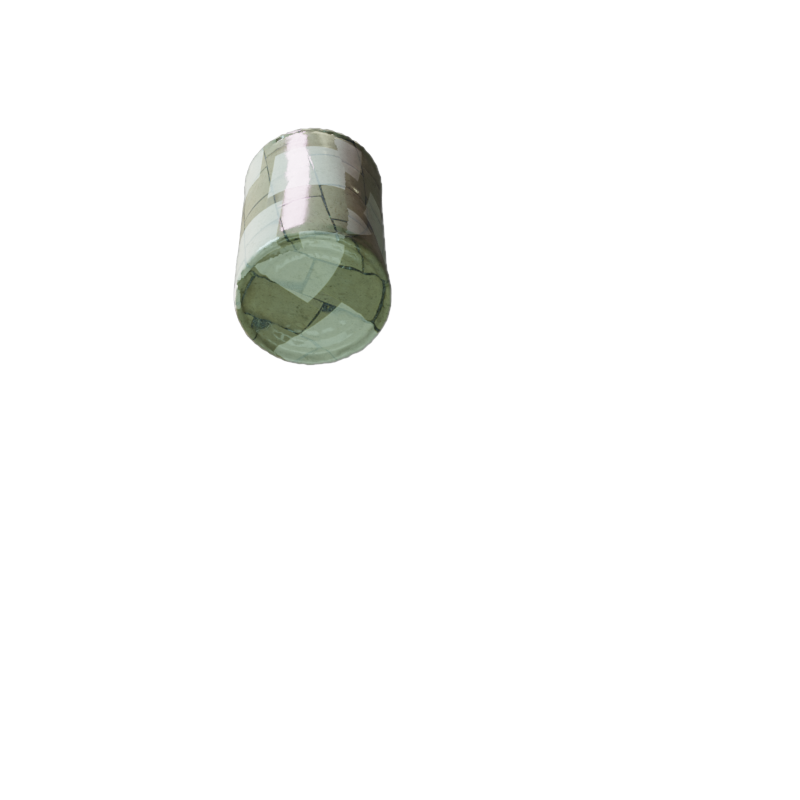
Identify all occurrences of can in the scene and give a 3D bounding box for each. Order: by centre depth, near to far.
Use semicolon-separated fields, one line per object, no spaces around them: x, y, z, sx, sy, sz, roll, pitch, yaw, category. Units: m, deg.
-0.039;-0.071;0.500;0.068;0.064;0.109;-1;34;-3;can
